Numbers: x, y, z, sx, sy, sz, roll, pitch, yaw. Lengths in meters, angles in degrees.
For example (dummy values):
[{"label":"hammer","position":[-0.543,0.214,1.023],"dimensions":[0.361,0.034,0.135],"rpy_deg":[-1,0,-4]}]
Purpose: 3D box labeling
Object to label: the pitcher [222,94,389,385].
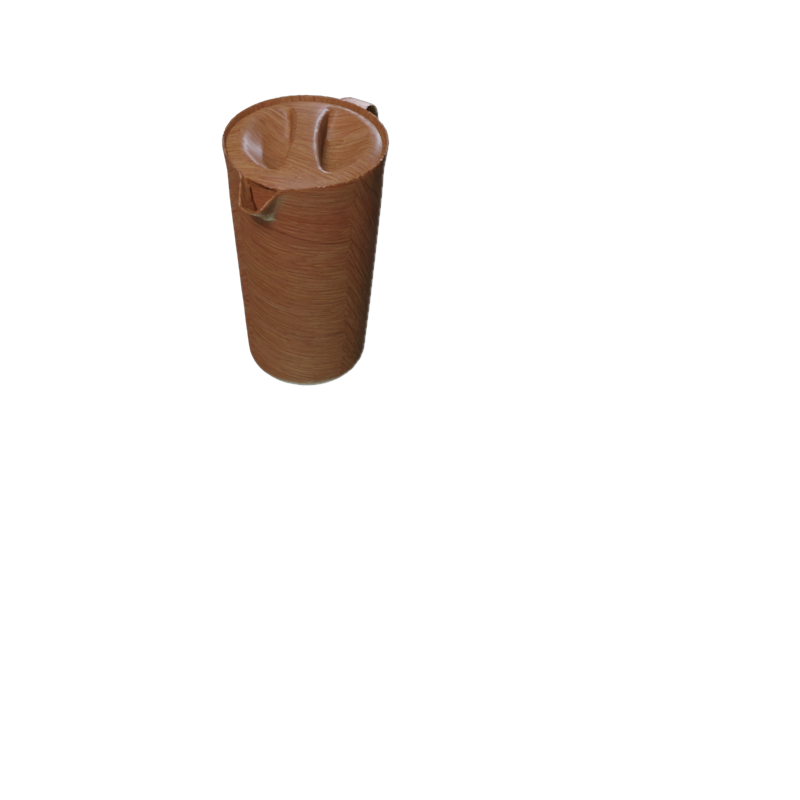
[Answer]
[{"label":"pitcher","position":[-0.075,-0.137,0.961],"dimensions":[0.147,0.226,0.157],"rpy_deg":[-10,45,-13]}]
